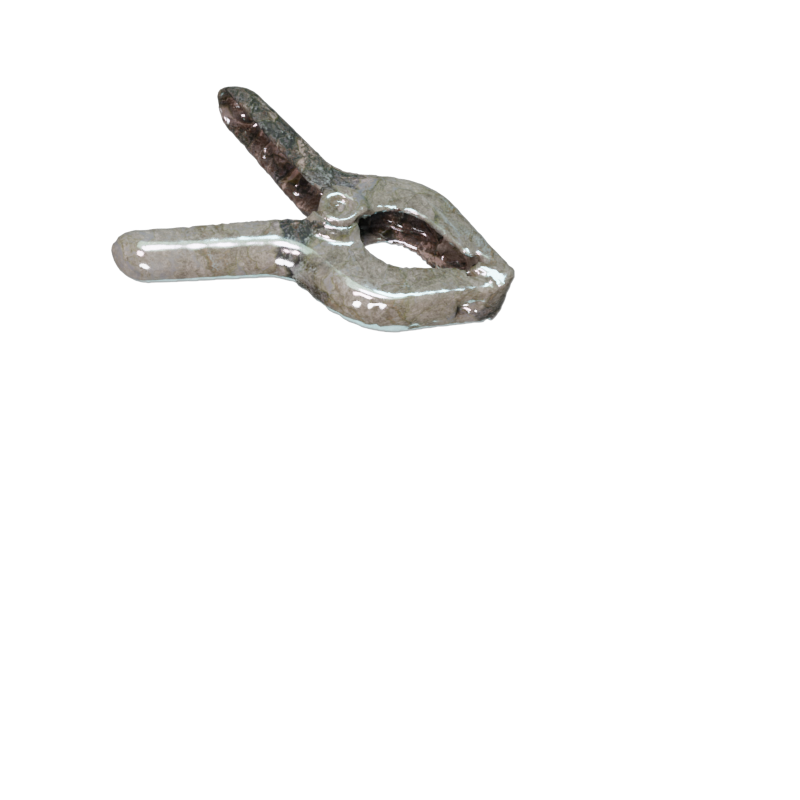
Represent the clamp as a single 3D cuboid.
[{"bbox_3d":[-0.039,-0.071,0.495,0.178,0.124,0.037,27,-28,16],"label":"clamp"}]
